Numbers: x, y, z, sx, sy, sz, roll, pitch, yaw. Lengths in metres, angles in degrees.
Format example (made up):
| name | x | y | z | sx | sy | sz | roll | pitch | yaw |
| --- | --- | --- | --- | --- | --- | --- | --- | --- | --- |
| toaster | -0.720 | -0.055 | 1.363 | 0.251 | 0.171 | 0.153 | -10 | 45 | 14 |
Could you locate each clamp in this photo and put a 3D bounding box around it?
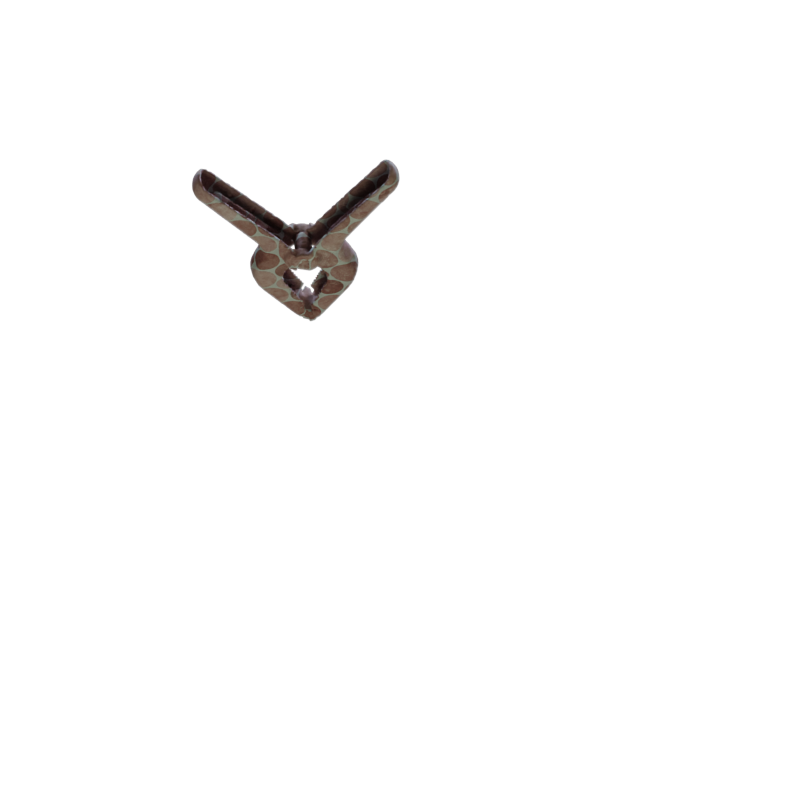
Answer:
| name | x | y | z | sx | sy | sz | roll | pitch | yaw |
| --- | --- | --- | --- | --- | --- | --- | --- | --- | --- |
| clamp | -0.074 | -0.136 | 0.951 | 0.166 | 0.039 | 0.195 | -4 | -31 | 7 |
